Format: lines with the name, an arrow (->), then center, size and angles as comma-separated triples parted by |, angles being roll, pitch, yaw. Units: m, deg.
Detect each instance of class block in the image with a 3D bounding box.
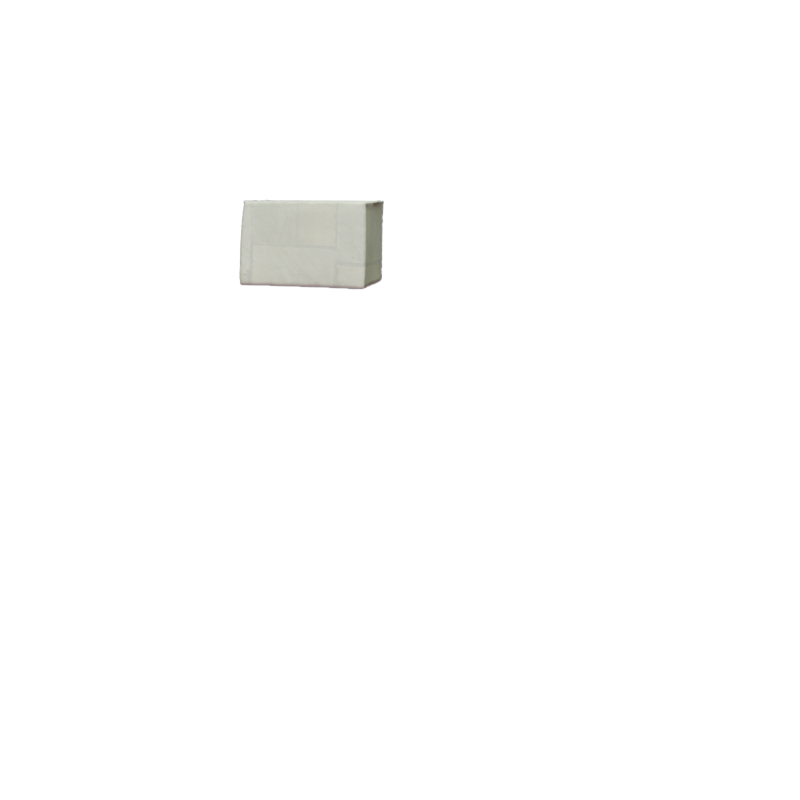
block -> -0.053, -0.096, 0.675 | 0.079, 0.051, 0.052 | 3, 8, 14
